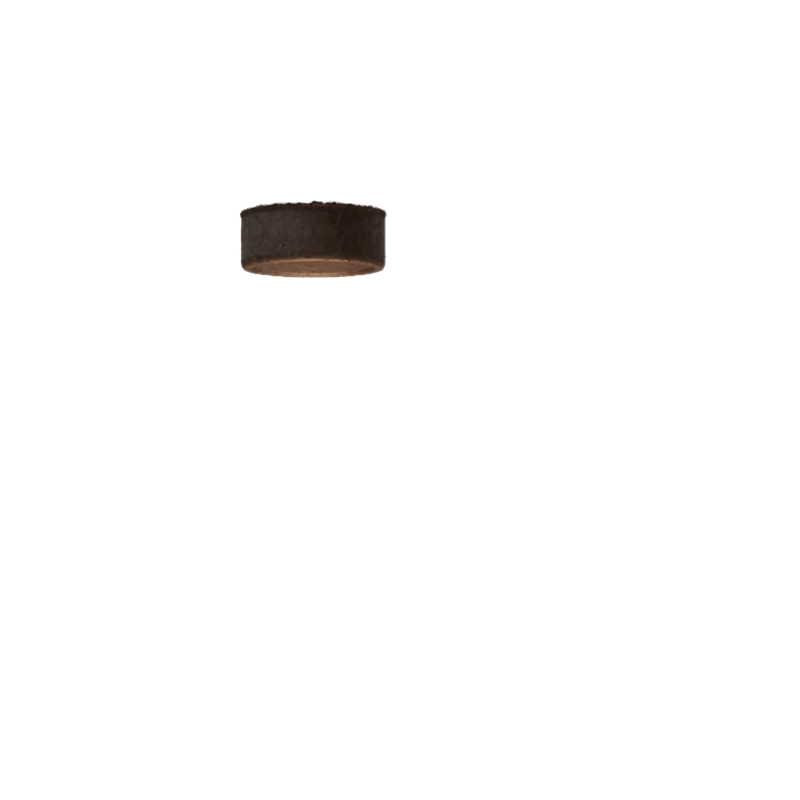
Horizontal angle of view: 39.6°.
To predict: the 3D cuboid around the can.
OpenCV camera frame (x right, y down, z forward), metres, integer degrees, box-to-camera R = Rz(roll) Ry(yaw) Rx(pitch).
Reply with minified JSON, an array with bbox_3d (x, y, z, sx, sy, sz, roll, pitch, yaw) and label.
[{"bbox_3d":[-0.051,-0.092,0.646,0.086,0.034,0.085,0,-1,-2],"label":"can"}]
